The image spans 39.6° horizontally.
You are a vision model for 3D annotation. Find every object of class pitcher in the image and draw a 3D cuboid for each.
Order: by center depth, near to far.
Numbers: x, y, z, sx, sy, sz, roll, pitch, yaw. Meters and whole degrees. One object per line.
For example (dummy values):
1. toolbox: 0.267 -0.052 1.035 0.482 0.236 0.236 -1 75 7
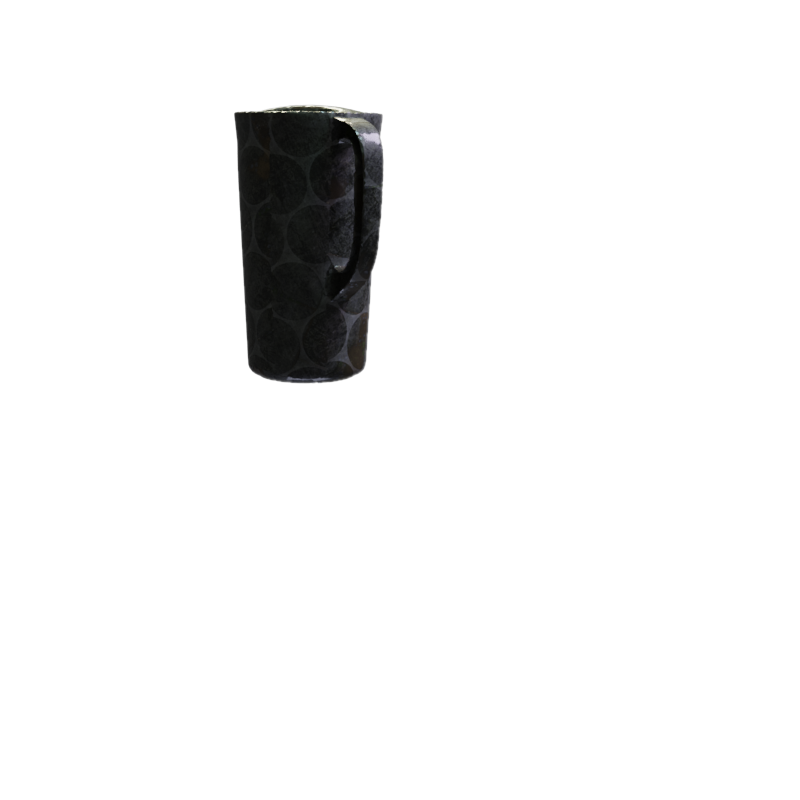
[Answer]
1. pitcher: -0.078 -0.141 0.990 0.147 0.240 0.149 2 7 10
